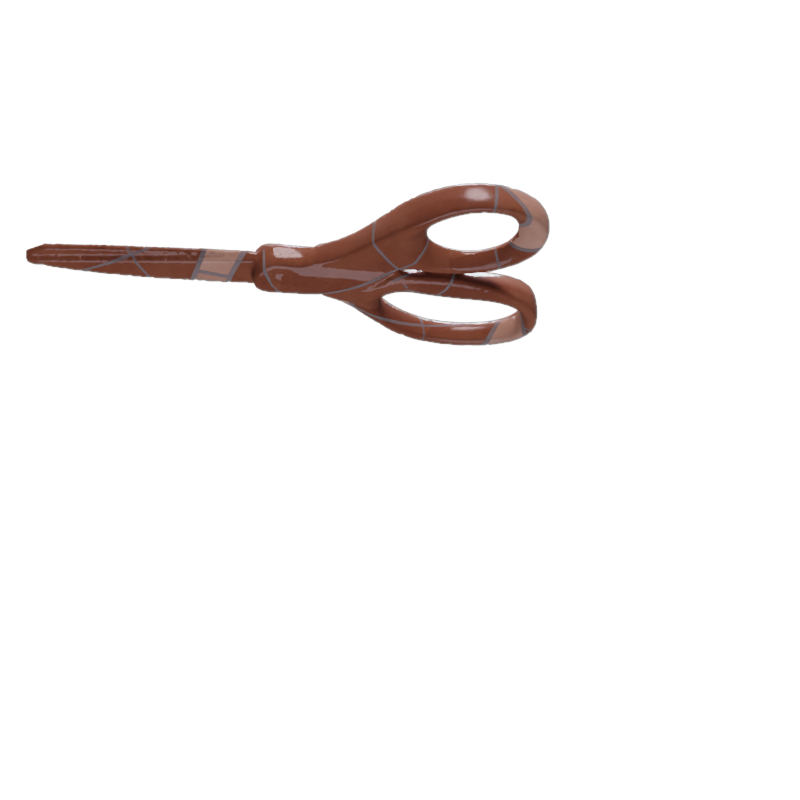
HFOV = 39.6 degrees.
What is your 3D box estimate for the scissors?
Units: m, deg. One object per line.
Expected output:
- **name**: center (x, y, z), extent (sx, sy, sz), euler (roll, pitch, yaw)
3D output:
- **scissors**: center (-0.033, -0.060, 0.418), extent (0.196, 0.017, 0.092), euler (12, -38, -16)
